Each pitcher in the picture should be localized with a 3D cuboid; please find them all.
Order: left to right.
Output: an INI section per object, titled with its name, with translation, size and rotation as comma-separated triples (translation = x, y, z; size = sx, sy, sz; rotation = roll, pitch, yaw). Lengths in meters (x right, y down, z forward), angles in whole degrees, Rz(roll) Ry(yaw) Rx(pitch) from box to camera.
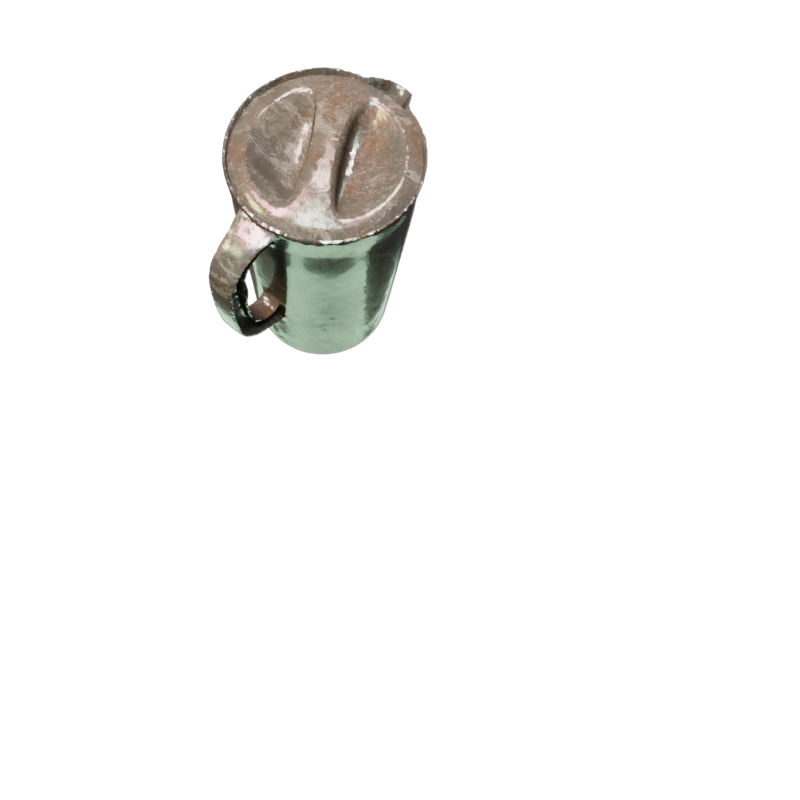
[pitcher]
translation = -0.064, -0.116, 0.815
size = 0.148, 0.153, 0.231
rotation = -5, -21, -5
